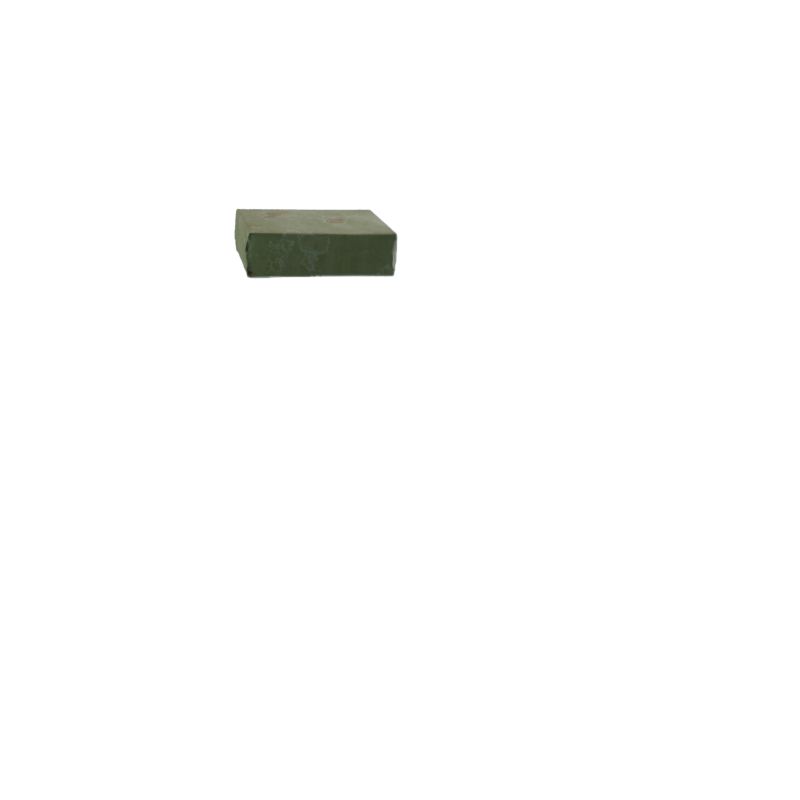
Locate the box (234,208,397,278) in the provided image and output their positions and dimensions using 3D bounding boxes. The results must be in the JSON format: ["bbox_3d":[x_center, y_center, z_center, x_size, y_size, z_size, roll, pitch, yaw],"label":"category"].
[{"bbox_3d":[-0.066,-0.120,0.843,0.112,0.038,0.094,-4,19,-11],"label":"box"}]
